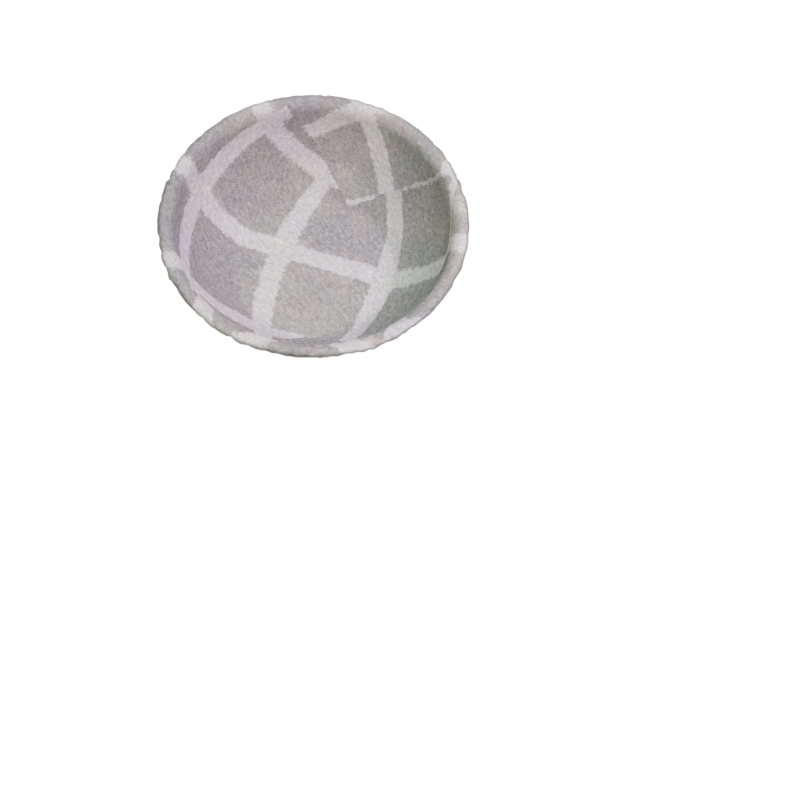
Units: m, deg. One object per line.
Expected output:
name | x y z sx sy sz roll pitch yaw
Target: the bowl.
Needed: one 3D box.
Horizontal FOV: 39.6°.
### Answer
bowl | -0.047 -0.085 0.596 0.162 0.172 0.052 -1 -29 -1
